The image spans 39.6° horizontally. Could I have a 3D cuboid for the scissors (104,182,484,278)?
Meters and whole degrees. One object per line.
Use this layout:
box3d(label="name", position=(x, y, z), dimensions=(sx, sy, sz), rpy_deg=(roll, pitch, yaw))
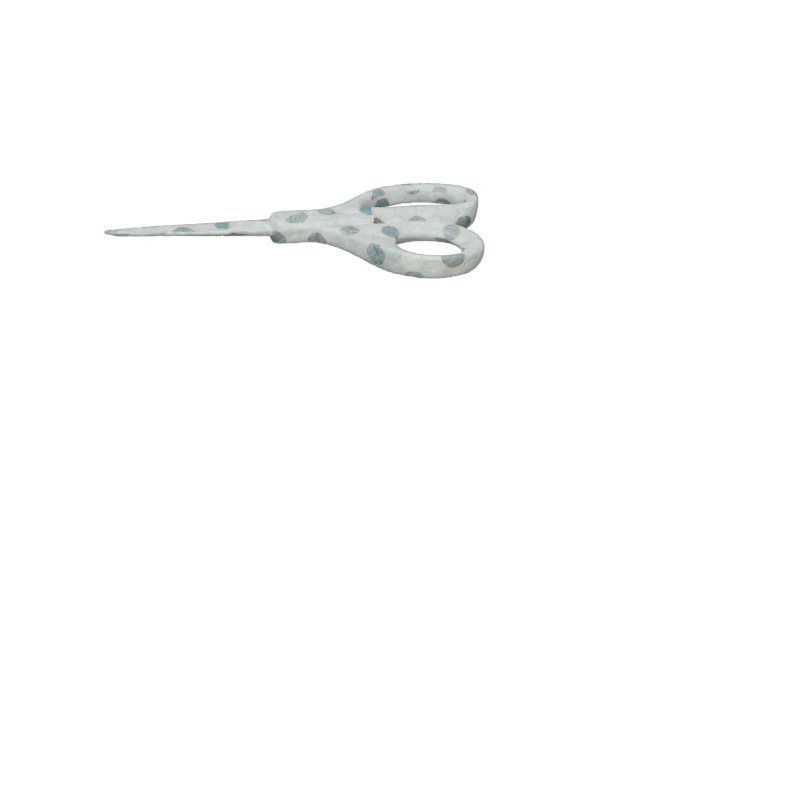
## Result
box3d(label="scissors", position=(-0.045, -0.082, 0.577), dimensions=(0.199, 0.015, 0.104), rpy_deg=(-12, 36, -18))
